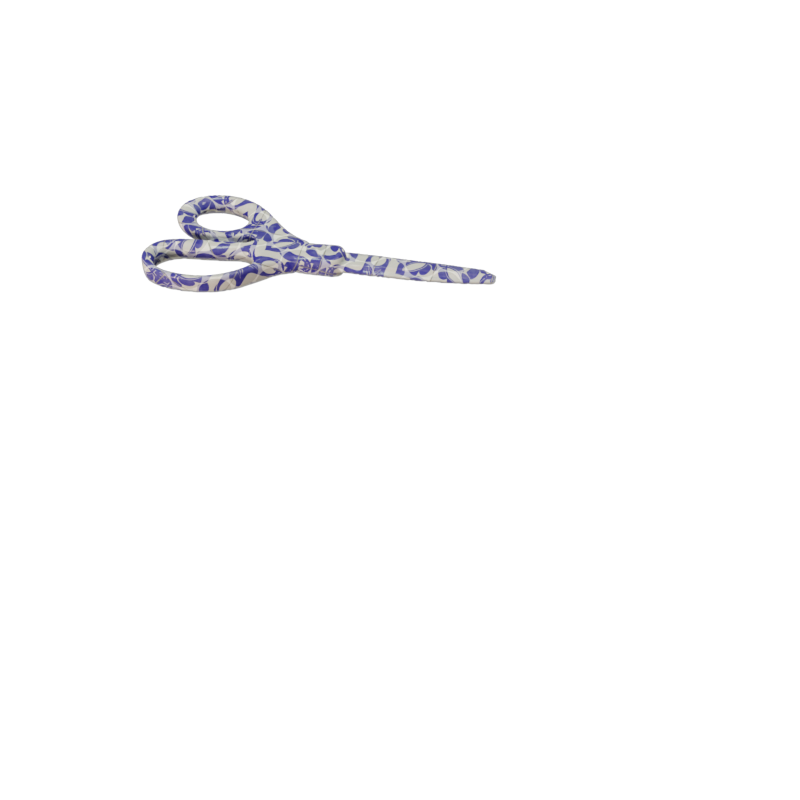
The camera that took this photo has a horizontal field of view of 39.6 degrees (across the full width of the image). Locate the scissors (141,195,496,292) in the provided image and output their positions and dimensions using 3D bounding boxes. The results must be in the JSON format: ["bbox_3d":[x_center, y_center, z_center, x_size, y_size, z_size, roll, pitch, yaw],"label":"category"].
[{"bbox_3d":[-0.052,-0.095,0.662,0.201,0.015,0.103,-3,41,-4],"label":"scissors"}]
